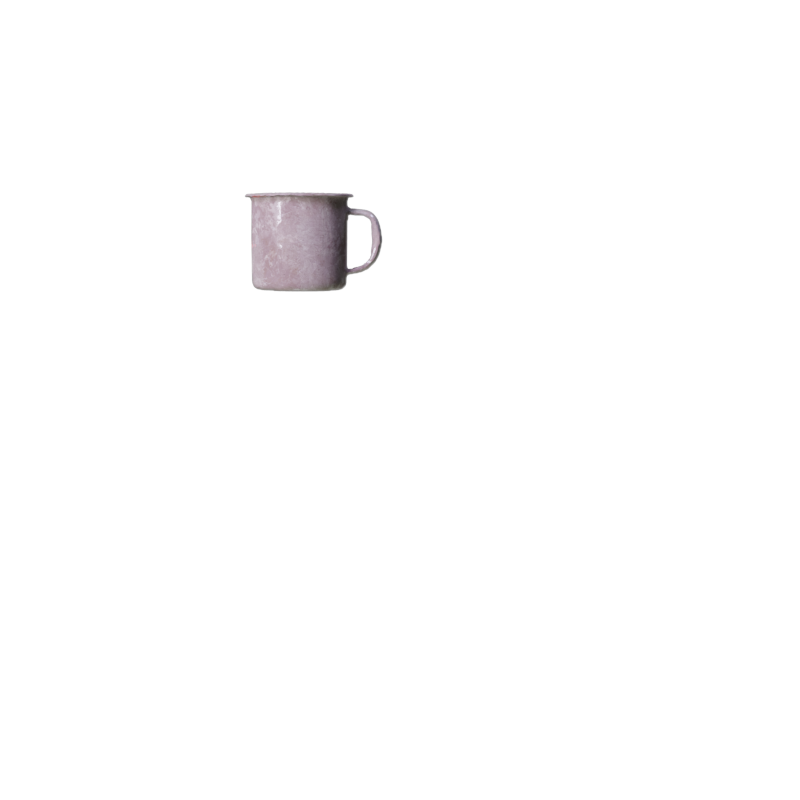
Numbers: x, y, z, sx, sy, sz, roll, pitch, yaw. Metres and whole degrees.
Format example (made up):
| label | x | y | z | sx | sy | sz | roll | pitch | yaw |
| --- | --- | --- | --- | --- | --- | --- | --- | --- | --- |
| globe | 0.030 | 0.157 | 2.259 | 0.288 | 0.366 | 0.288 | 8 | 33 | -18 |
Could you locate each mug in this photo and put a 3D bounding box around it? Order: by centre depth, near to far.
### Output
| label | x | y | z | sx | sy | sz | roll | pitch | yaw |
| --- | --- | --- | --- | --- | --- | --- | --- | --- | --- |
| mug | -0.074 | -0.135 | 0.946 | 0.118 | 0.081 | 0.094 | 0 | 5 | 2 |
